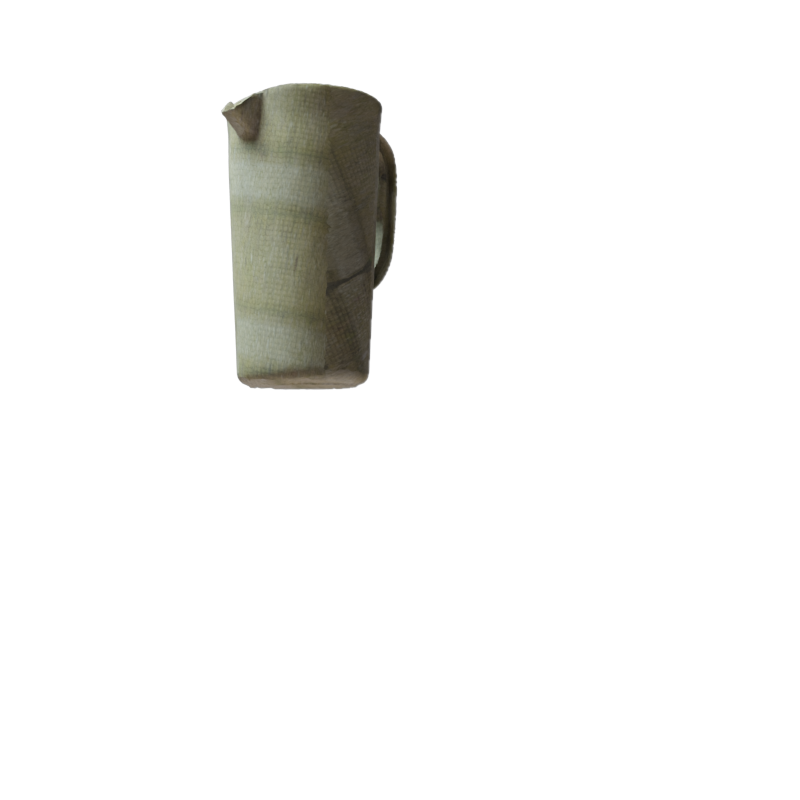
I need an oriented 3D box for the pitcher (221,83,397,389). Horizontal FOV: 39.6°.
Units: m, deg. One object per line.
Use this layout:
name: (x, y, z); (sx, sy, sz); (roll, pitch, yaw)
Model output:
pitcher: (-0.073, -0.133, 0.928); (0.149, 0.249, 0.142); (0, -8, -2)
